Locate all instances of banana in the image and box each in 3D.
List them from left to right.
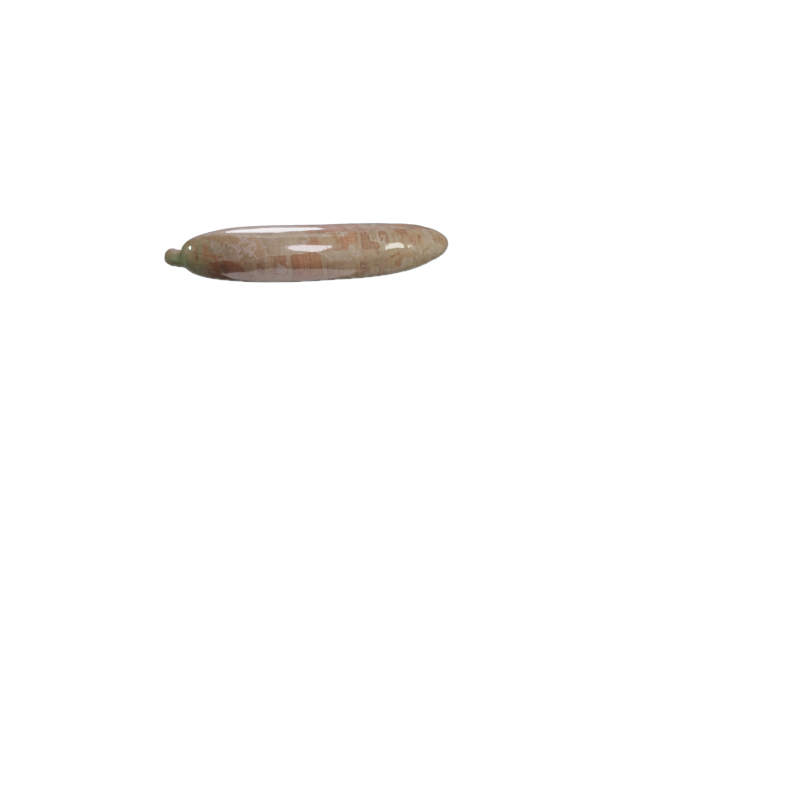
[{"bbox_3d":[-0.061,-0.102,0.745,0.197,0.035,0.073,-2,19,-4],"label":"banana"}]
